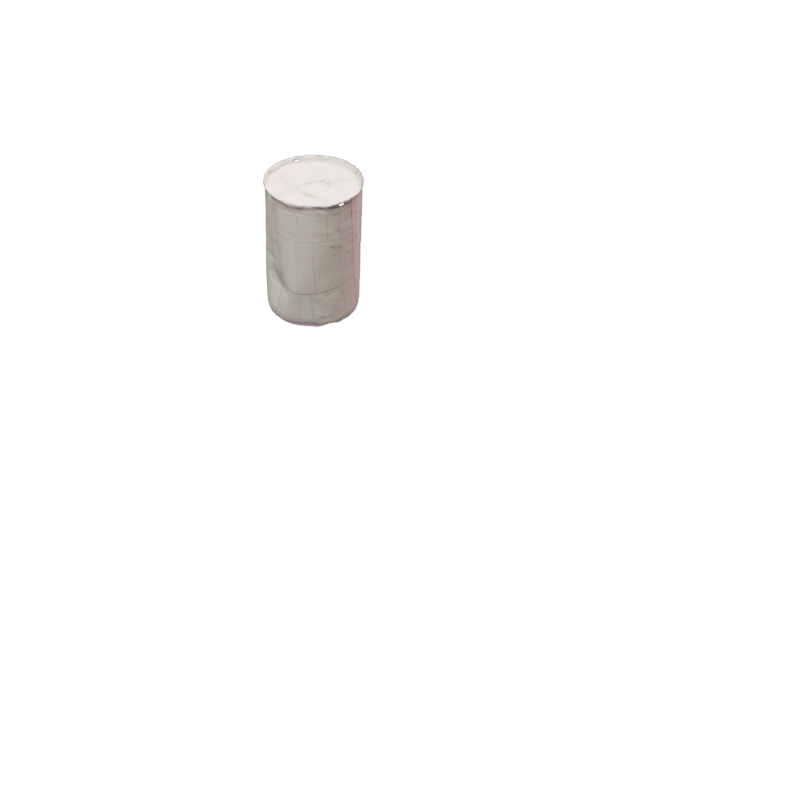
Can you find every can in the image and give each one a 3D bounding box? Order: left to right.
[{"bbox_3d":[-0.061,-0.110,0.774,0.068,0.096,0.073,0,37,-3],"label":"can"}]
